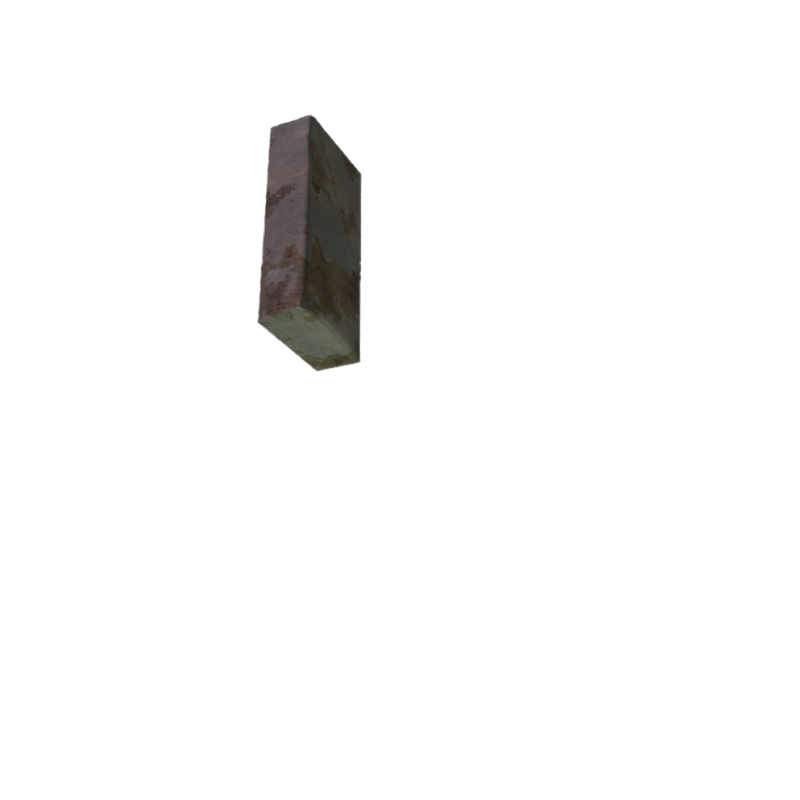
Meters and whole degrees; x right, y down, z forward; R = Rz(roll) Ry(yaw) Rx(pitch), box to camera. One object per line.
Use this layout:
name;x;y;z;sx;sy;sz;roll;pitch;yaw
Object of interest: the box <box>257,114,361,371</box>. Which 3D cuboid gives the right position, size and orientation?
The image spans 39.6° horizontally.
box;-0.067;-0.122;0.857;0.049;0.188;0.086;-16;-34;21
